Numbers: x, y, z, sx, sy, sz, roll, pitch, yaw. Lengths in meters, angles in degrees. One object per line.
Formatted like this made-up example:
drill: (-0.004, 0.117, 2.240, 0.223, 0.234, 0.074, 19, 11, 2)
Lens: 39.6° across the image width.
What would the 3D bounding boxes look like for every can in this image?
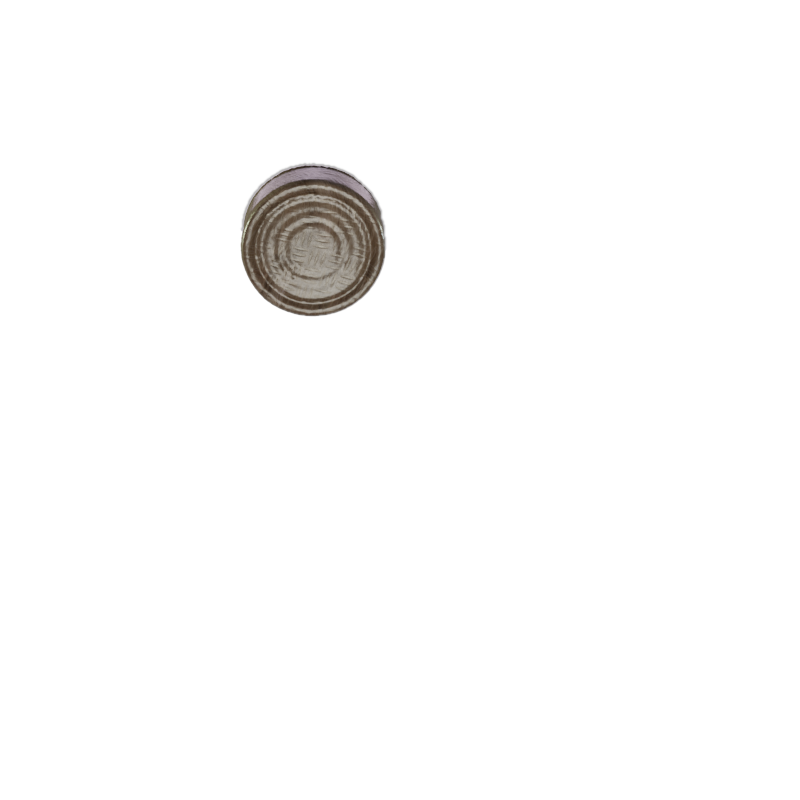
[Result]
can: (-0.051, -0.094, 0.655, 0.086, 0.082, 0.035, 0, 21, -1)
